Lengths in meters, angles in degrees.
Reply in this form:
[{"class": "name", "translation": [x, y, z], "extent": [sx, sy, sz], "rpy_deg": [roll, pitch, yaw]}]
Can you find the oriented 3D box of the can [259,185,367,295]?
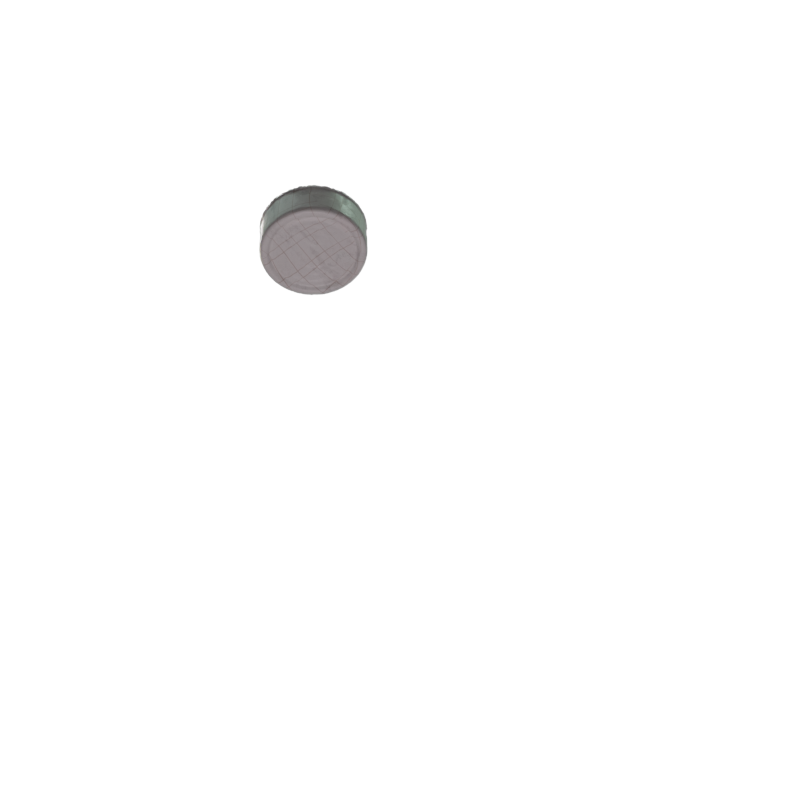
[{"class": "can", "translation": [-0.068, -0.125, 0.872], "extent": [0.086, 0.080, 0.036], "rpy_deg": [1, 40, -1]}]
